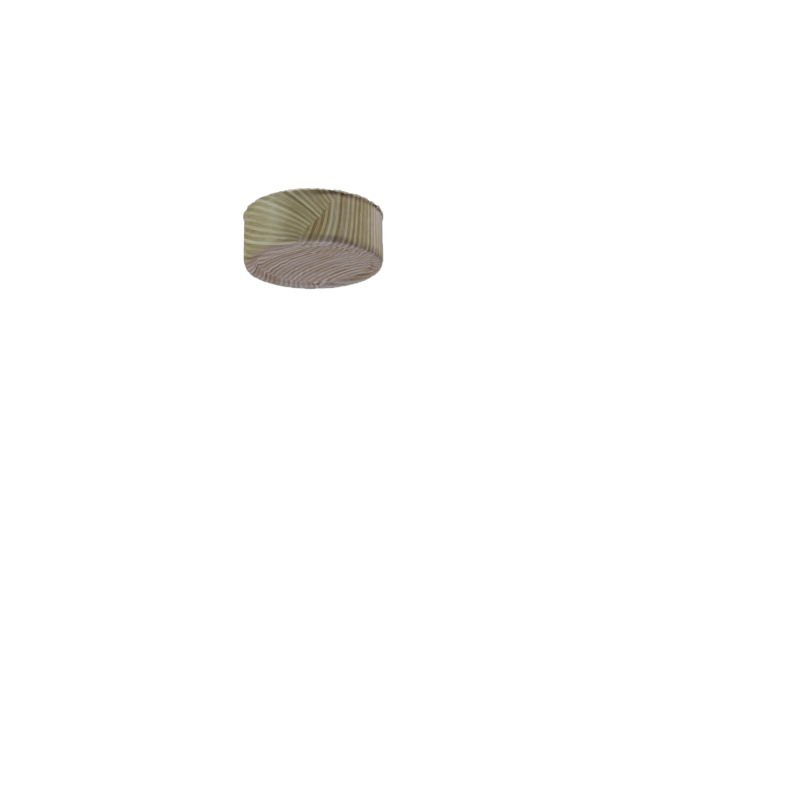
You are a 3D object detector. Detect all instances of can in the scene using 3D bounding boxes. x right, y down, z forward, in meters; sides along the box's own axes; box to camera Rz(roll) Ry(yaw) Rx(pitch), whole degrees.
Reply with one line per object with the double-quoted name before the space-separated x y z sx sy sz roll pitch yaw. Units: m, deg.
"can" -0.053 -0.096 0.673 0.086 0.035 0.082 0 -15 -2
